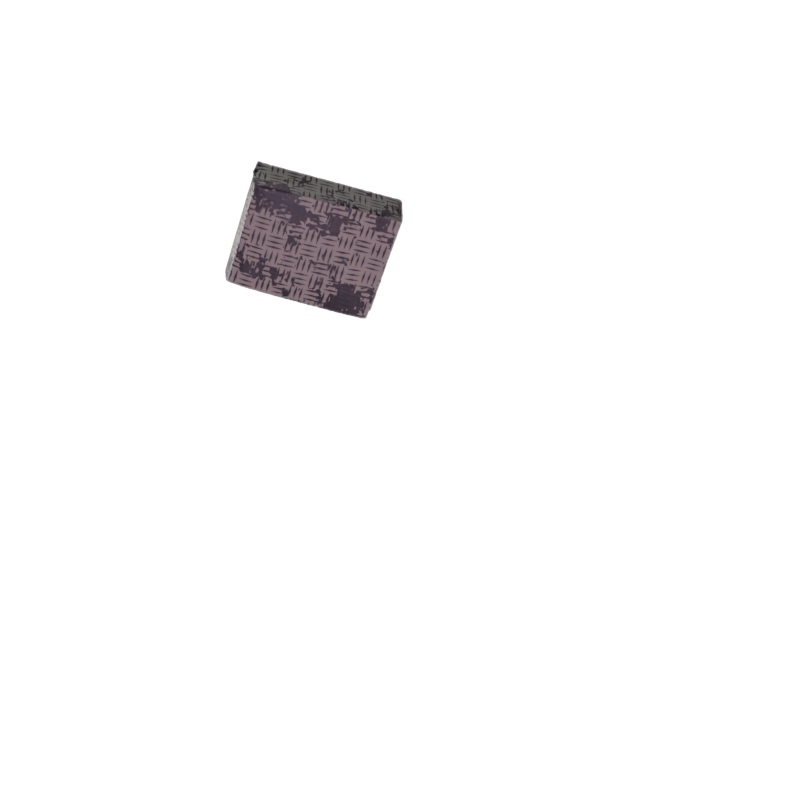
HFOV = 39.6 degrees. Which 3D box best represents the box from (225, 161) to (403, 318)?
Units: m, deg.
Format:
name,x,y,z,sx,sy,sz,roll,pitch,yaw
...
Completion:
name,x,y,z,sx,sy,sz,roll,pitch,yaw
box,-0.064,-0.116,0.814,0.112,0.086,0.041,14,32,-9
